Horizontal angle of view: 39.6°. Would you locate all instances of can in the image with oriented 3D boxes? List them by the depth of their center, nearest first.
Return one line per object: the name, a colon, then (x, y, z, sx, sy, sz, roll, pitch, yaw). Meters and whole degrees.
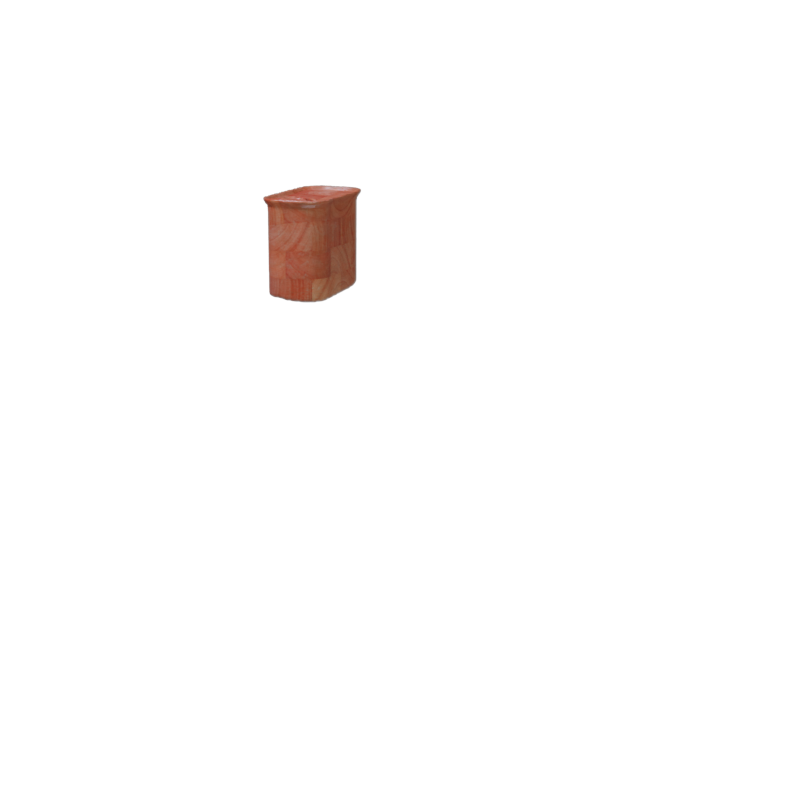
can: (-0.073, -0.133, 0.933, 0.059, 0.081, 0.102, 5, 15, 20)
